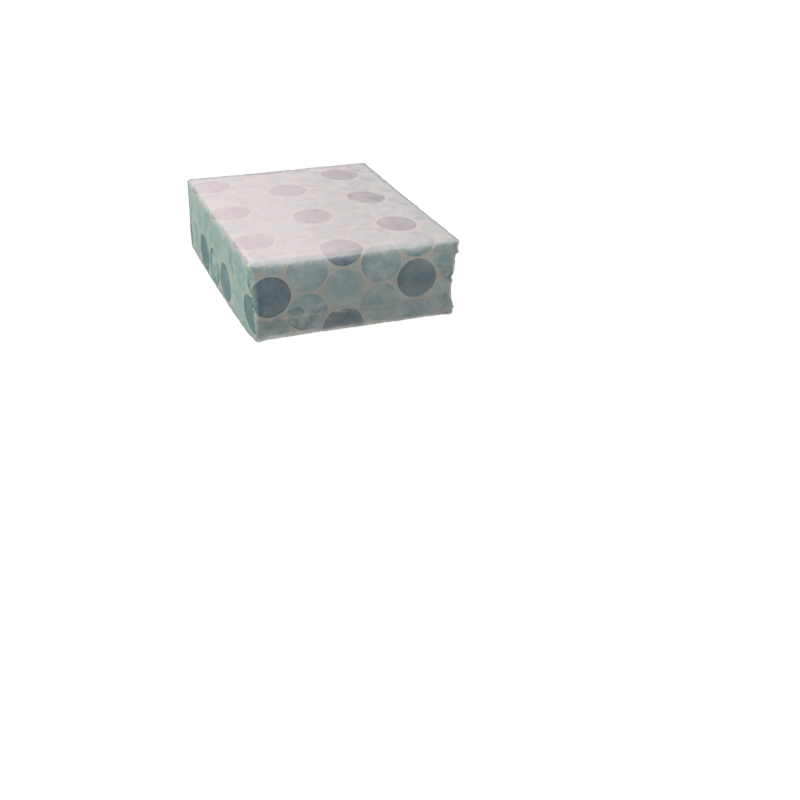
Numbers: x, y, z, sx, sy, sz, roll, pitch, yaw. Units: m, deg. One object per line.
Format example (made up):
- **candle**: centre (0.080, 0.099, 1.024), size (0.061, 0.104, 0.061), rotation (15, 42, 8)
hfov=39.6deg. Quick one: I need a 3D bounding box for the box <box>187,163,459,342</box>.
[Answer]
- **box**: centre (-0.038, -0.070, 0.489), size (0.088, 0.037, 0.122), rotation (-10, 31, -18)
